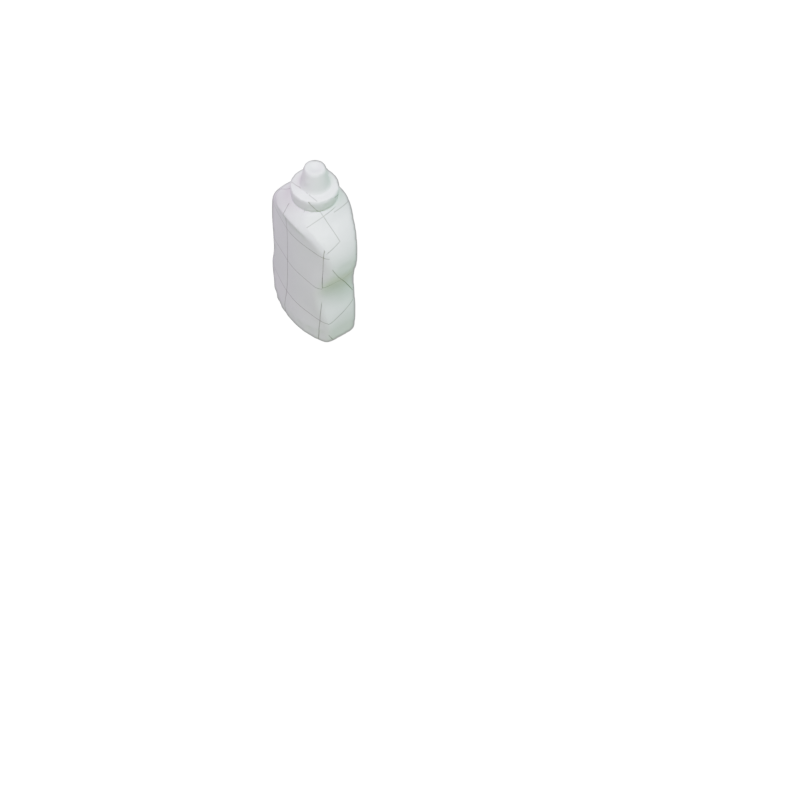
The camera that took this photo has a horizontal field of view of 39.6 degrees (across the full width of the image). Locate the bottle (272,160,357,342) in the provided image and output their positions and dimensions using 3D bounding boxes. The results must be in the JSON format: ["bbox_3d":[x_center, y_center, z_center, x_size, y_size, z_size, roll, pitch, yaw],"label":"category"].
[{"bbox_3d":[-0.076,-0.139,0.975,0.058,0.103,0.179,-27,-29,-20],"label":"bottle"}]
